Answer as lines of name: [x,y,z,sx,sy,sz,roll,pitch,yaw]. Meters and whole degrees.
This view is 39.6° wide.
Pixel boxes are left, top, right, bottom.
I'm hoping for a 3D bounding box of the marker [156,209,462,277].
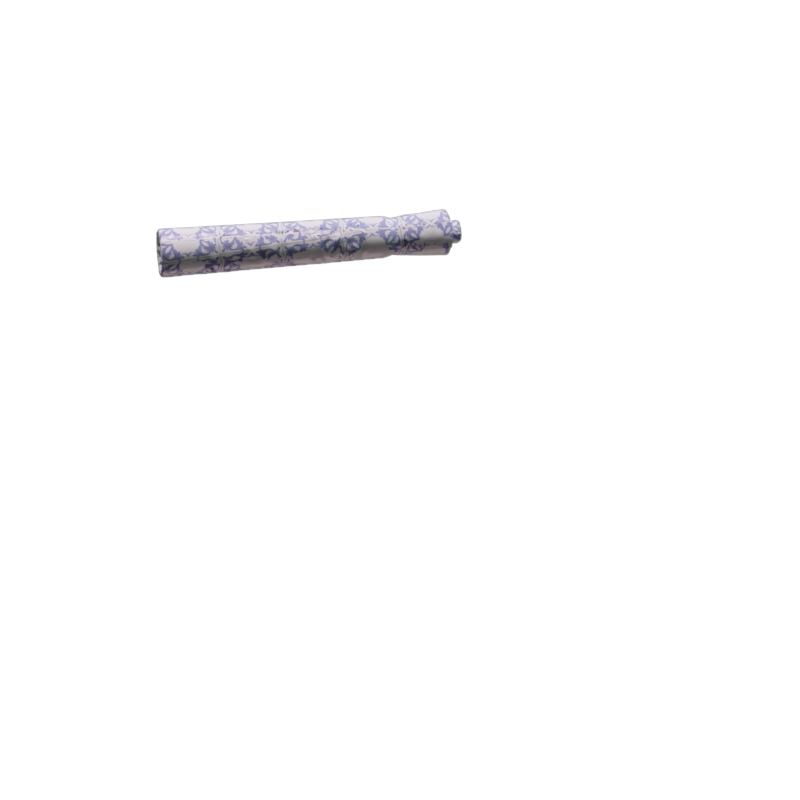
marker: [-0.034,-0.062,0.434,0.119,0.020,0.020,-6,6,-13]
